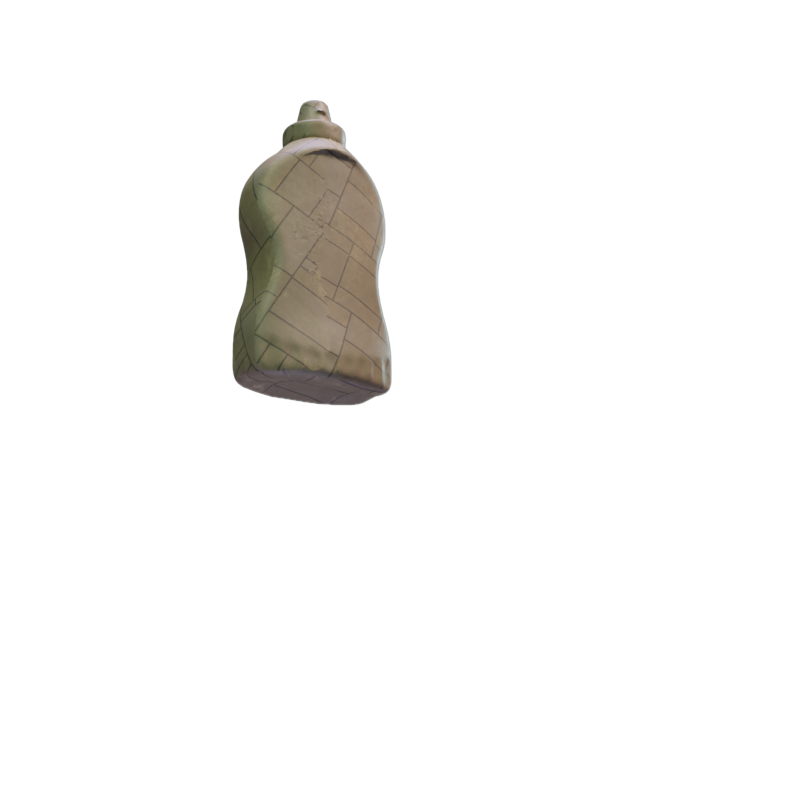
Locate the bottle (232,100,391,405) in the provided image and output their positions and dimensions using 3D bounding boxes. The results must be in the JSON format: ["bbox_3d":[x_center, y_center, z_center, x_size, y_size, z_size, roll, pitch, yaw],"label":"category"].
[{"bbox_3d":[-0.053,-0.098,0.685,0.092,0.202,0.058,11,-25,-29],"label":"bottle"}]
